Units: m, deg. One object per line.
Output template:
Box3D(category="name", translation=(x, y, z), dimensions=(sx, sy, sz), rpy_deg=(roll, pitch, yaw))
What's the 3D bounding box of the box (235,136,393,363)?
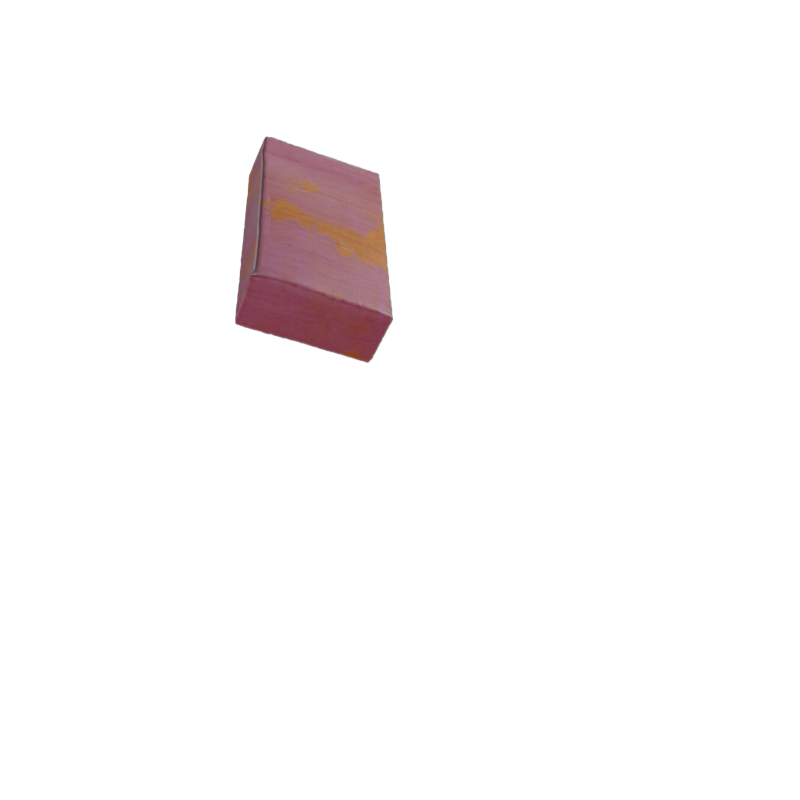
Box3D(category="box", translation=(-0.059, -0.107, 0.748), dimensions=(0.091, 0.046, 0.188), rpy_deg=(16, 34, -15))
